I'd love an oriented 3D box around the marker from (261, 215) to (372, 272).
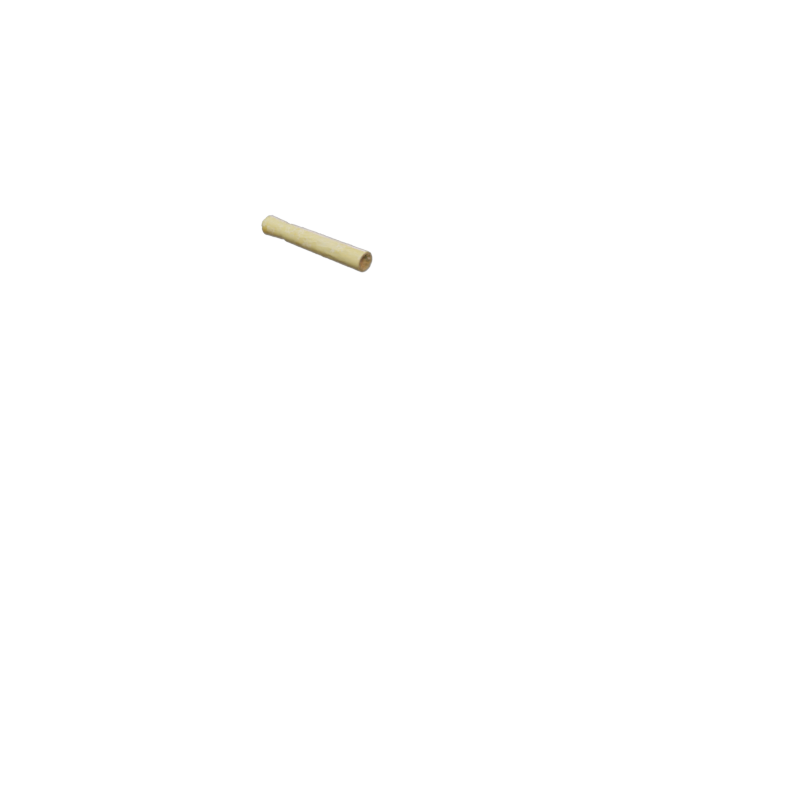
[{"bbox_3d":[-0.076,-0.138,0.968,0.129,0.019,0.019,25,18,36],"label":"marker"}]
